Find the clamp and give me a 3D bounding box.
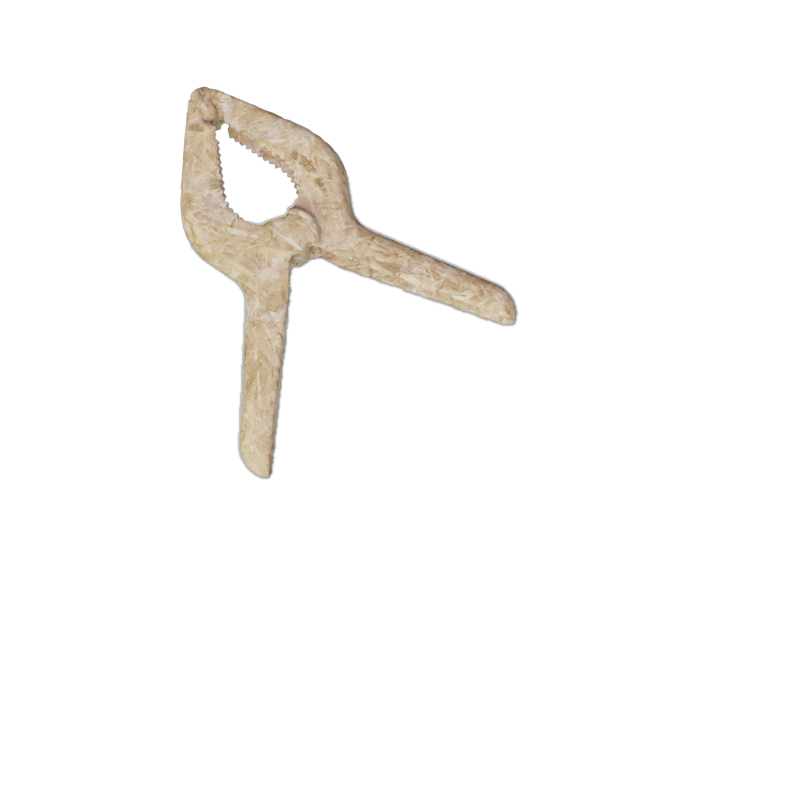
[{"bbox_3d":[-0.047,-0.086,0.603,0.164,0.219,0.035,-25,-15,-7],"label":"clamp"}]
